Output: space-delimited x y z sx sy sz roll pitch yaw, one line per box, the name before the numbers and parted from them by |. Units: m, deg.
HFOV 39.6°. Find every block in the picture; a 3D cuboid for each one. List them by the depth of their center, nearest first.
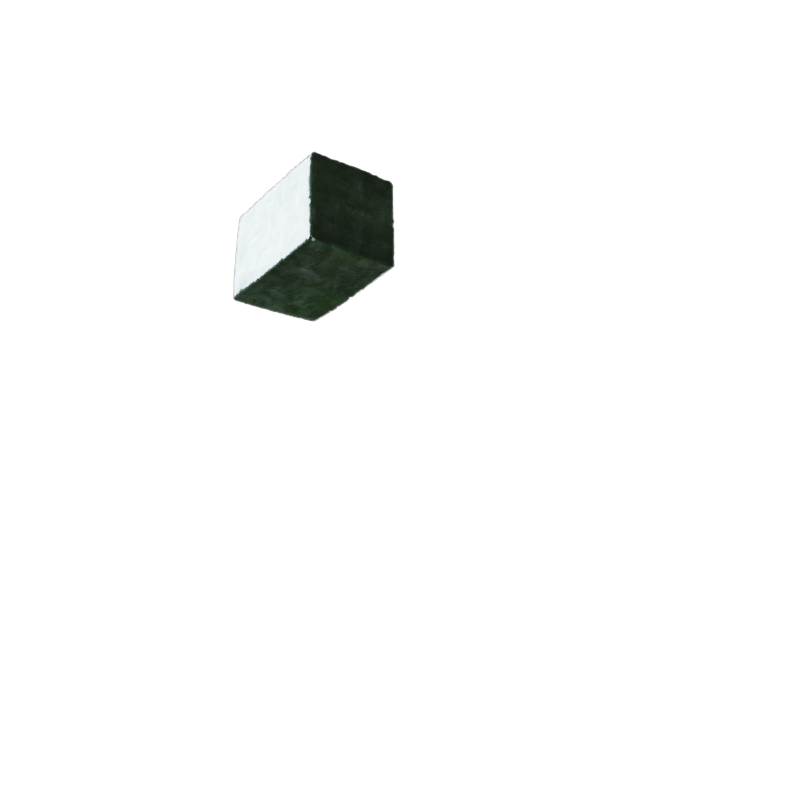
block | -0.046 -0.083 0.581 0.050 0.054 0.077 18 -32 -32
